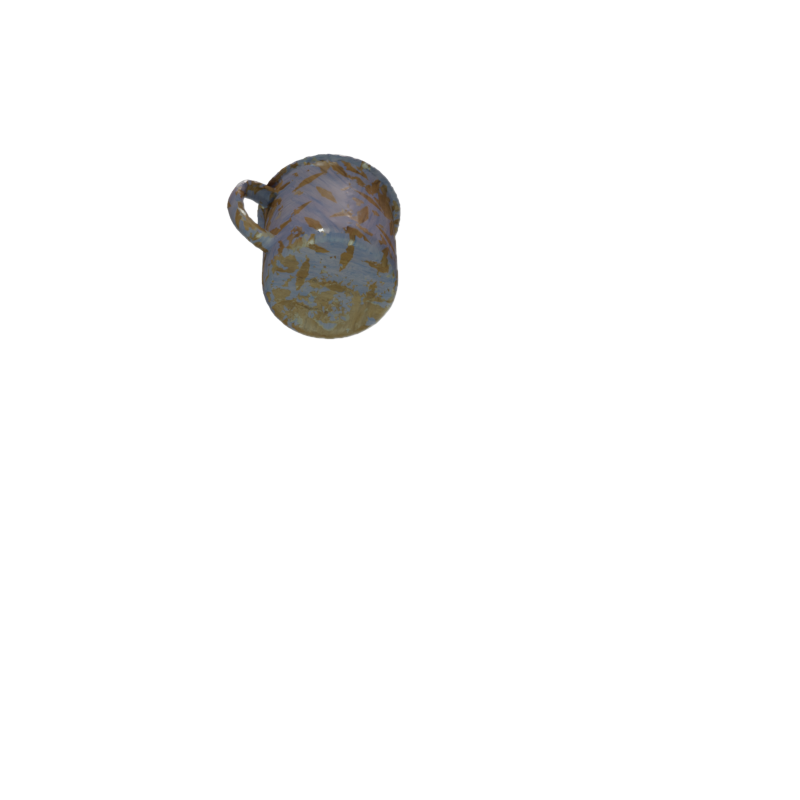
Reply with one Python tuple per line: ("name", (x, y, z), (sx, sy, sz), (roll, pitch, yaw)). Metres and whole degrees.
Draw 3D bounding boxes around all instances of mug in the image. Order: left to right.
("mug", (-0.053, -0.097, 0.681), (0.112, 0.091, 0.087), (29, 32, -22))
